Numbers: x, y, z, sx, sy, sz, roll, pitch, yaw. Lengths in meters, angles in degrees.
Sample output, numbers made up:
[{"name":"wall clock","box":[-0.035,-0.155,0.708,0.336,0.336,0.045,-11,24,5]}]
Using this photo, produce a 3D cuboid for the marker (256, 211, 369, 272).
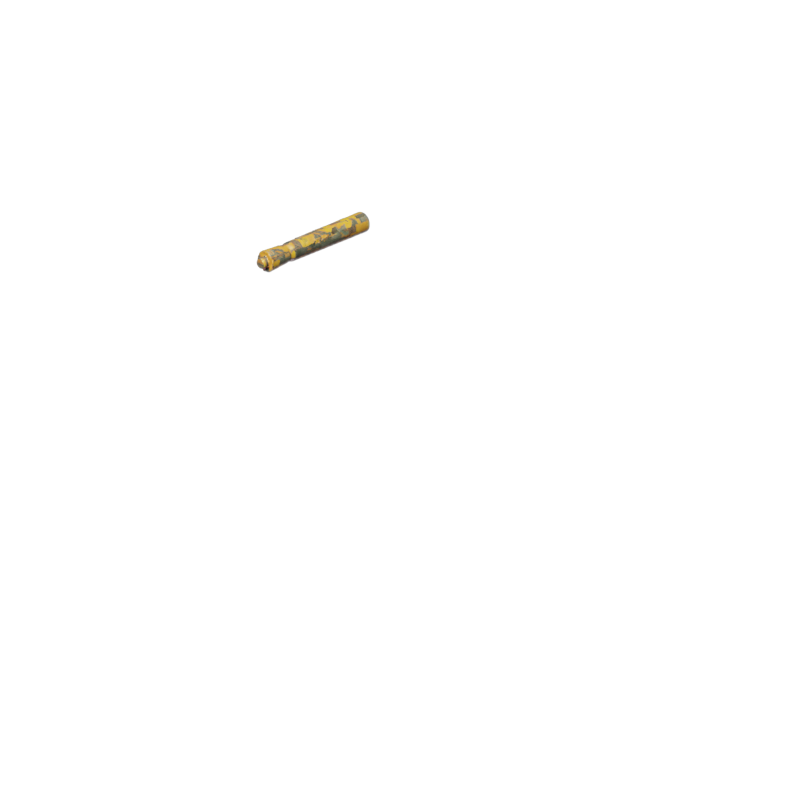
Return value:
[{"name":"marker","box":[-0.074,-0.135,0.943,0.021,0.019,0.120,4,25,46]}]
